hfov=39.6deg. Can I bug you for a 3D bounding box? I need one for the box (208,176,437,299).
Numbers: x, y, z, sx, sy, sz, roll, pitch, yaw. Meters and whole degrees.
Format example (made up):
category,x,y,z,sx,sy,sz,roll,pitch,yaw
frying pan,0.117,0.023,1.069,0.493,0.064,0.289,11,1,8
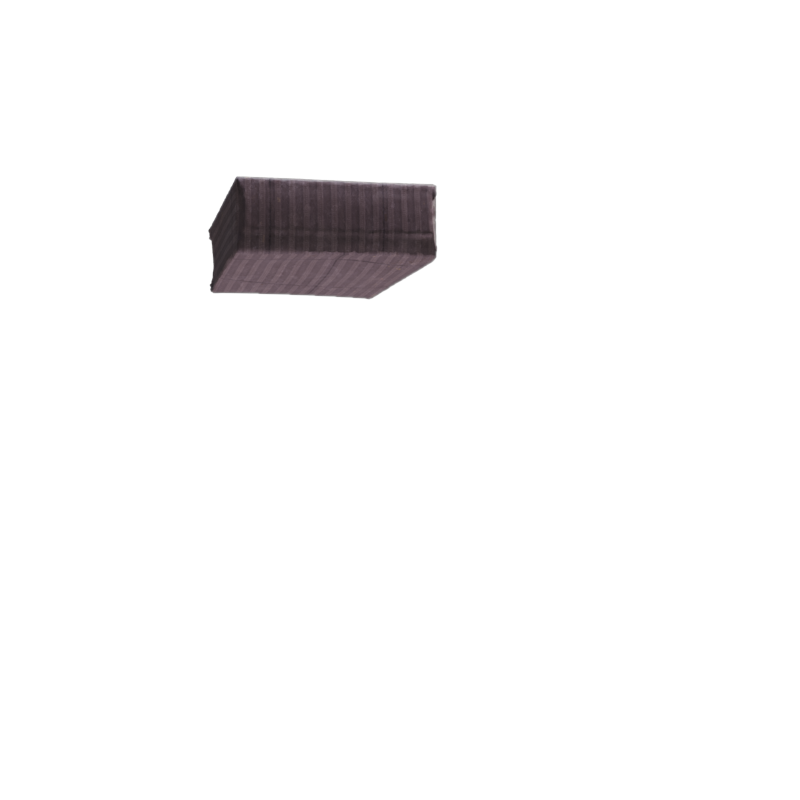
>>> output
category,x,y,z,sx,sy,sz,roll,pitch,yaw
box,-0.041,-0.075,0.525,0.088,0.040,0.113,2,-7,-14
